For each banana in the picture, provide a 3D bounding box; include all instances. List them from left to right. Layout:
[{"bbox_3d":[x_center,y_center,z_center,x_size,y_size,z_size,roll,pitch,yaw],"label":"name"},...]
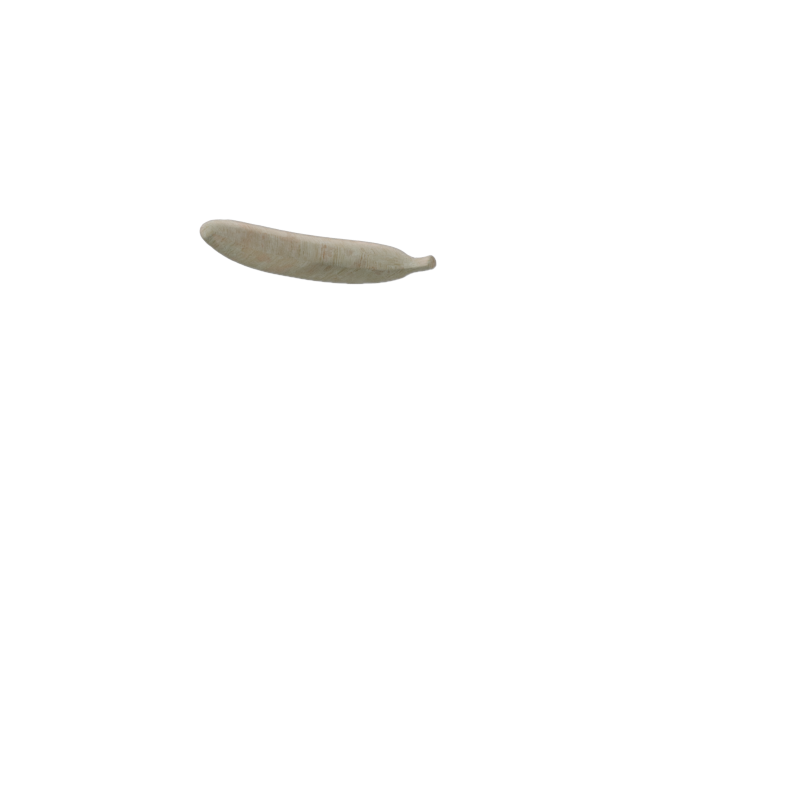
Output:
[{"bbox_3d":[-0.074,-0.124,0.924,0.193,0.039,0.068,5,-19,-15],"label":"banana"}]
